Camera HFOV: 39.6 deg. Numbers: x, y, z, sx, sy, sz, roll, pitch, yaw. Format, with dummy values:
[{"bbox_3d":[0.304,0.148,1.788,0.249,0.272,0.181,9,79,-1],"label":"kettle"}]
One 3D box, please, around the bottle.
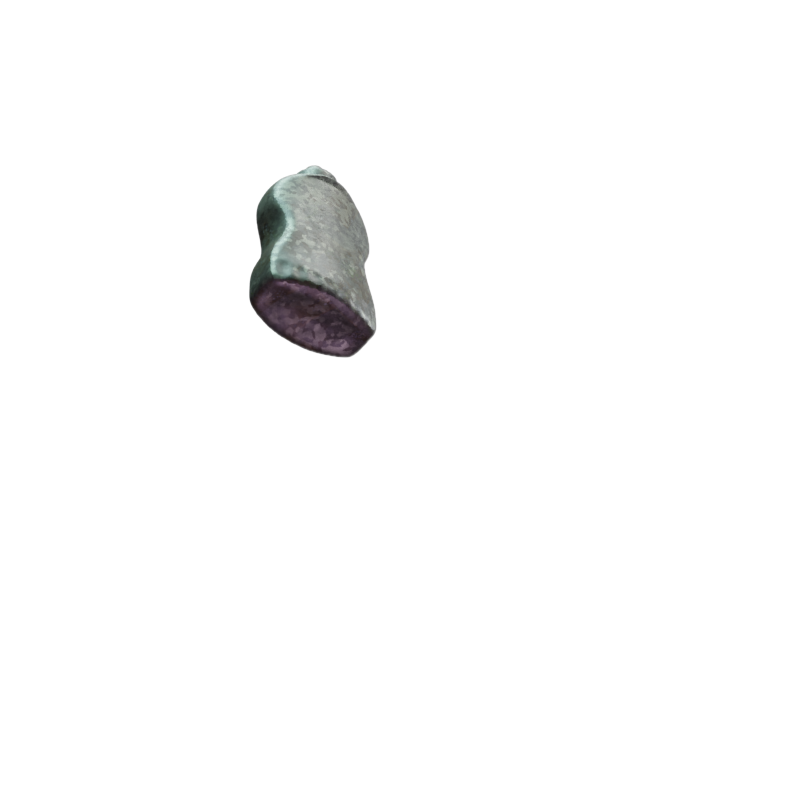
[{"bbox_3d":[-0.067,-0.124,0.866,0.092,0.206,0.057,26,-55,-24],"label":"bottle"}]
